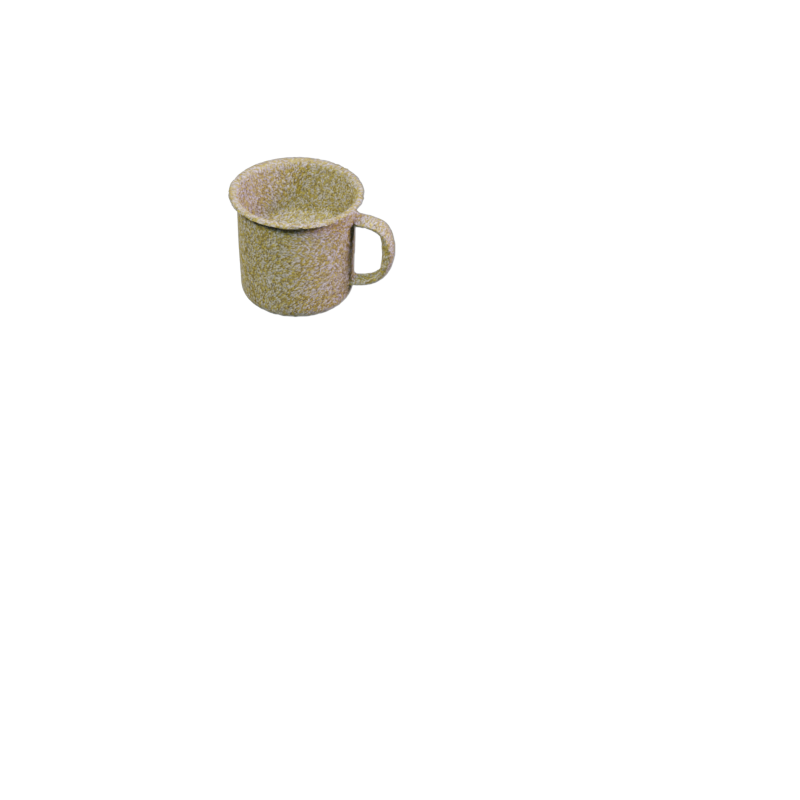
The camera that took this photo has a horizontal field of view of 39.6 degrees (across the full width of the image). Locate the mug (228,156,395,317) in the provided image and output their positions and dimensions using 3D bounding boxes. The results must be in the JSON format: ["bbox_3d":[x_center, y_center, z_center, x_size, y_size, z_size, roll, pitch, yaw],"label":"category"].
[{"bbox_3d":[-0.061,-0.111,0.775,0.119,0.076,0.098,9,39,11],"label":"mug"}]
